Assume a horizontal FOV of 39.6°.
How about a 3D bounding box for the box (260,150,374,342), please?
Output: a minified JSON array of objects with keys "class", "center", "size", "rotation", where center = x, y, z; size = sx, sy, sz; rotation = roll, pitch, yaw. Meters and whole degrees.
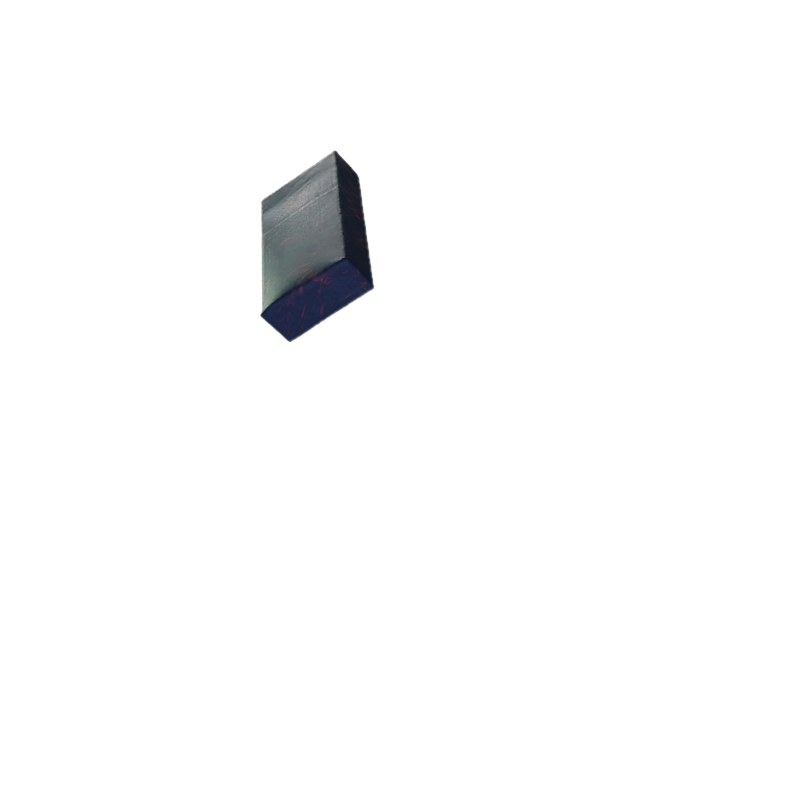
[{"class":"box","center":[-0.076,-0.139,0.975],"size":[0.093,0.189,0.045],"rotation":[-31,-56,19]}]
